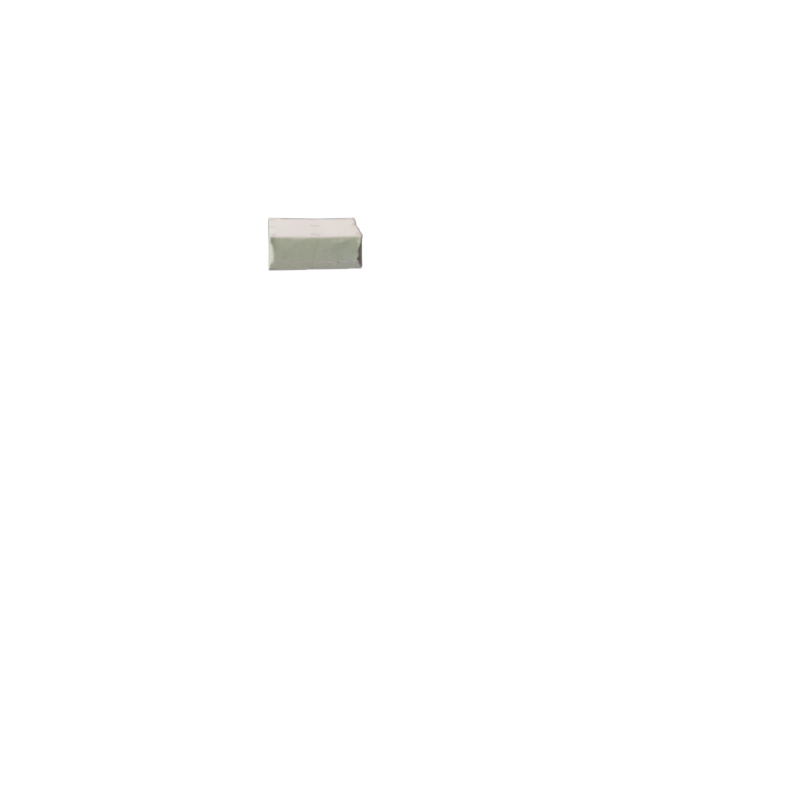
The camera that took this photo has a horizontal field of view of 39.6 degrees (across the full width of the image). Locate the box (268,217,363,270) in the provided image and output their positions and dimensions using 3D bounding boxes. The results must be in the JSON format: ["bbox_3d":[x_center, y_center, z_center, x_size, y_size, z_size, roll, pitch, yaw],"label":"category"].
[{"bbox_3d":[-0.069,-0.127,0.888,0.073,0.029,0.093,-1,17,-4],"label":"box"}]
